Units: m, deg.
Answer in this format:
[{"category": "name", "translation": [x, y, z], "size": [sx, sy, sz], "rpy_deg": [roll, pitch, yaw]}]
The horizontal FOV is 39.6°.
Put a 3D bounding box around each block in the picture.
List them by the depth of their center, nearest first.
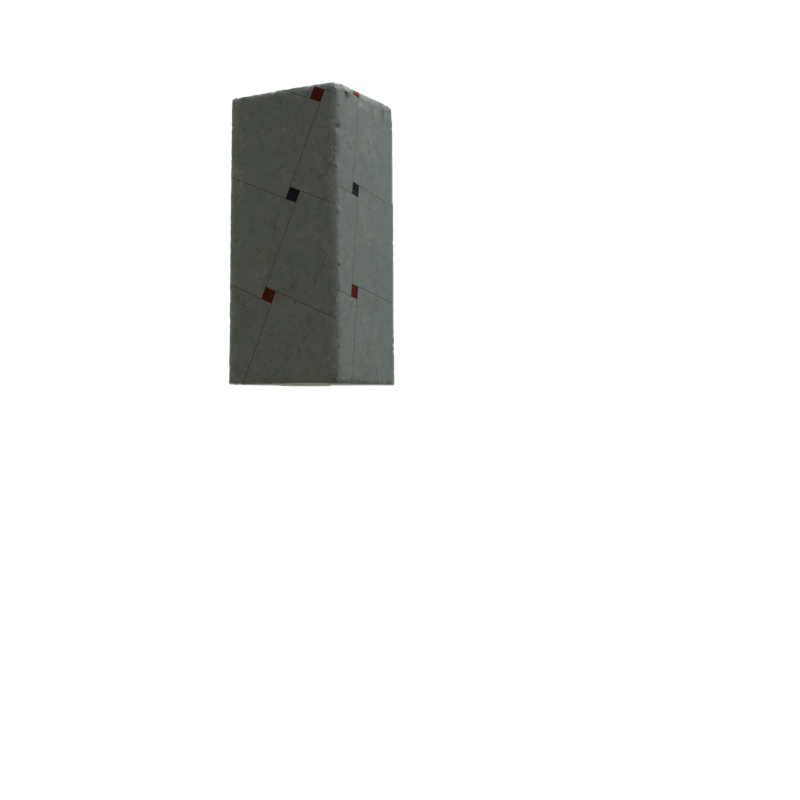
[{"category": "block", "translation": [-0.062, -0.115, 0.803], "size": [0.093, 0.210, 0.086], "rpy_deg": [-4, -8, 29]}]
